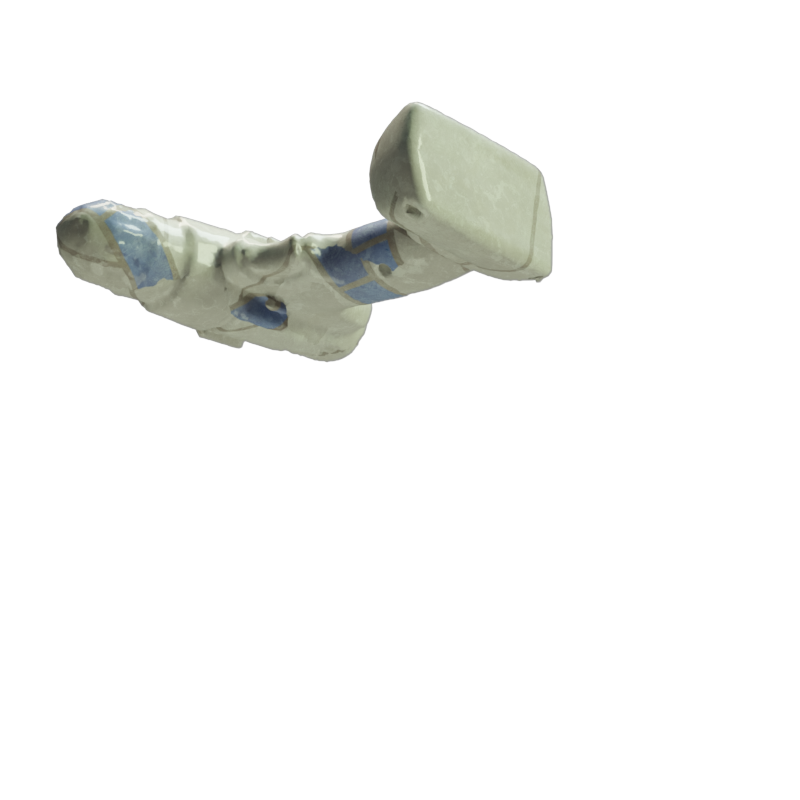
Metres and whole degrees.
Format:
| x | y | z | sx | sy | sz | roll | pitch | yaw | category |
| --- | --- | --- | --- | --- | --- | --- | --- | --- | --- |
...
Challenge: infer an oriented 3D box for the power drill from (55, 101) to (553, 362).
| x | y | z | sx | sy | sz | roll | pitch | yaw | category |
| --- | --- | --- | --- | --- | --- | --- | --- | --- | --- |
| -0.040 | -0.074 | 0.517 | 0.190 | 0.060 | 0.174 | -15 | -21 | 42 | power drill |
